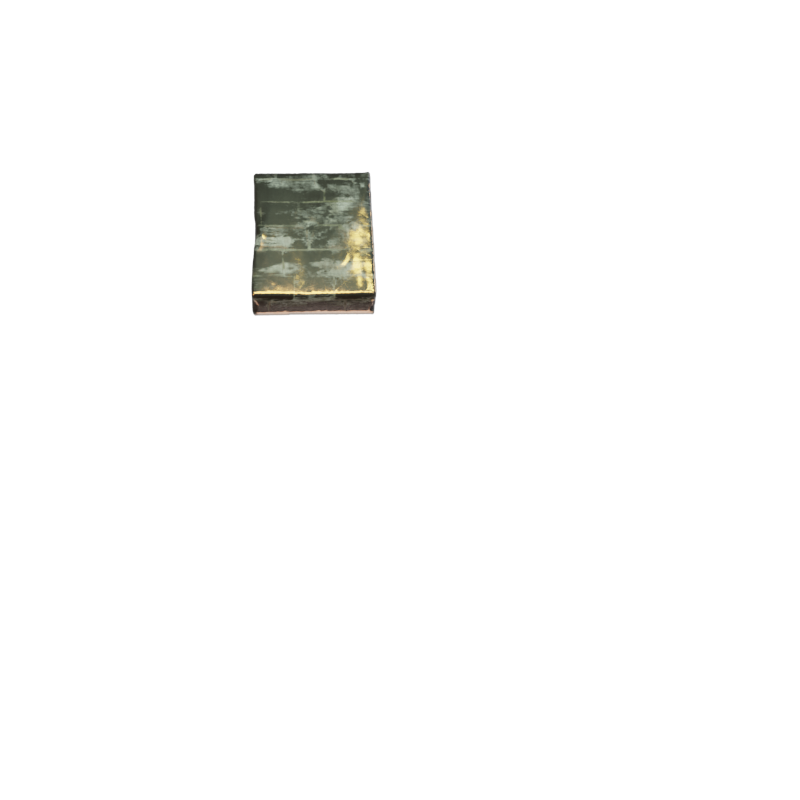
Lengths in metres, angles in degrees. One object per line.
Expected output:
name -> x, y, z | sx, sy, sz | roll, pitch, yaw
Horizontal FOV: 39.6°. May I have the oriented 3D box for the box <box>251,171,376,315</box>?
box -> -0.053, -0.096, 0.673 | 0.073, 0.095, 0.028 | -1, -28, -1
